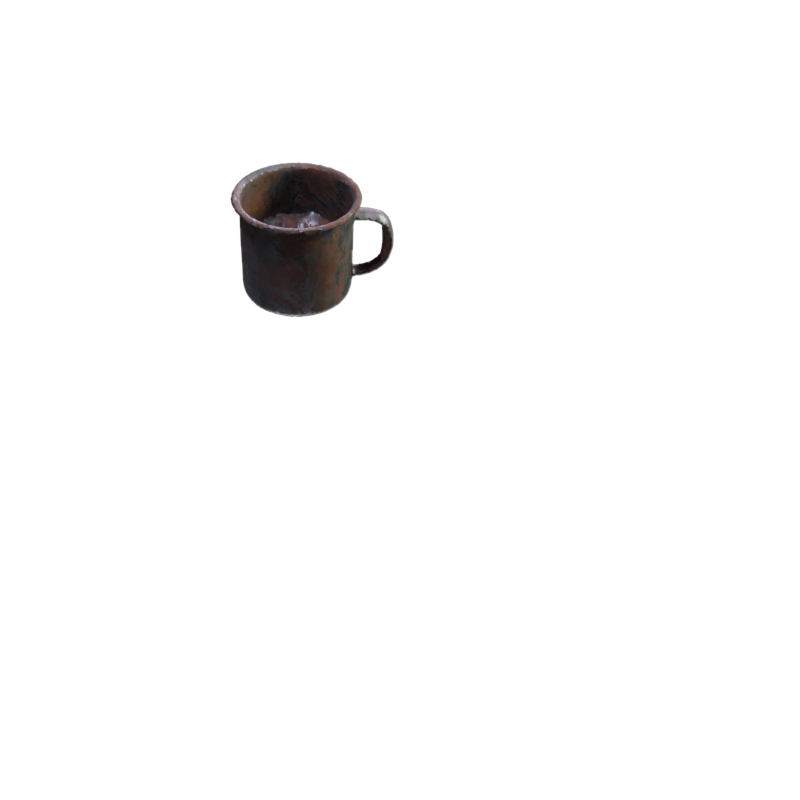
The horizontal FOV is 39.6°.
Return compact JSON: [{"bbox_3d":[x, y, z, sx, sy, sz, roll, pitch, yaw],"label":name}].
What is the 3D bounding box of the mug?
[{"bbox_3d":[-0.063,-0.115,0.808,0.117,0.076,0.100,-2,39,-4],"label":"mug"}]
